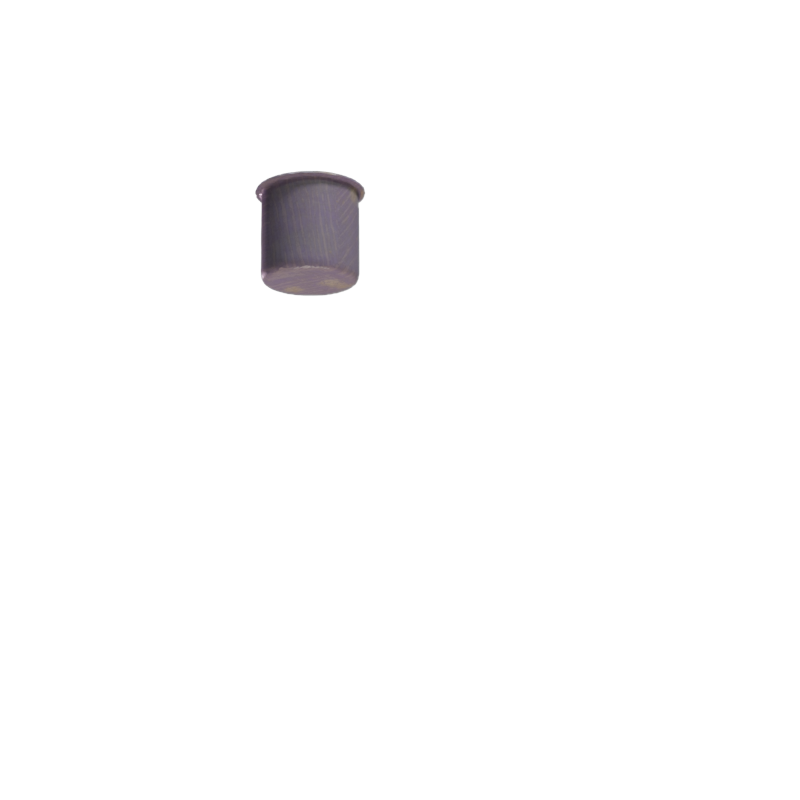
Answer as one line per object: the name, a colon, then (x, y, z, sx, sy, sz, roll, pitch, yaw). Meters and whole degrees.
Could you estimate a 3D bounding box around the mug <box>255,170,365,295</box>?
mug: (-0.073, -0.134, 0.938, 0.094, 0.085, 0.111, -3, -15, 10)
